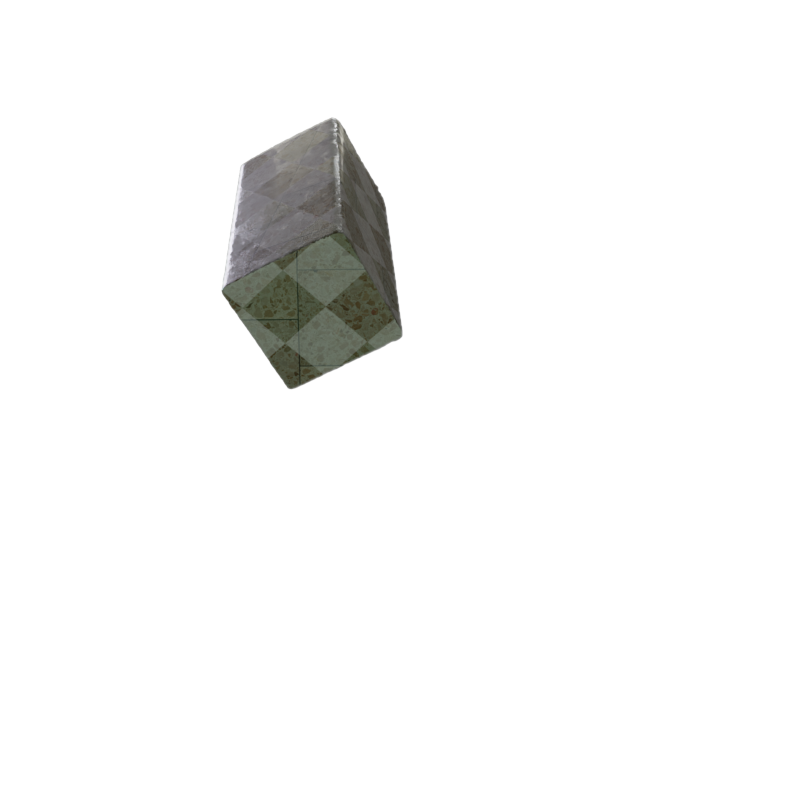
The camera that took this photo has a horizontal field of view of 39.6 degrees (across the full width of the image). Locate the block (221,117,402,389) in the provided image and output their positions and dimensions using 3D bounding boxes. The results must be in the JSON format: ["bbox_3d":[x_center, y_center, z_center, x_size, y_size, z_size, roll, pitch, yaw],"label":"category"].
[{"bbox_3d":[-0.062,-0.115,0.803,0.090,0.085,0.219,-25,30,12],"label":"block"}]
